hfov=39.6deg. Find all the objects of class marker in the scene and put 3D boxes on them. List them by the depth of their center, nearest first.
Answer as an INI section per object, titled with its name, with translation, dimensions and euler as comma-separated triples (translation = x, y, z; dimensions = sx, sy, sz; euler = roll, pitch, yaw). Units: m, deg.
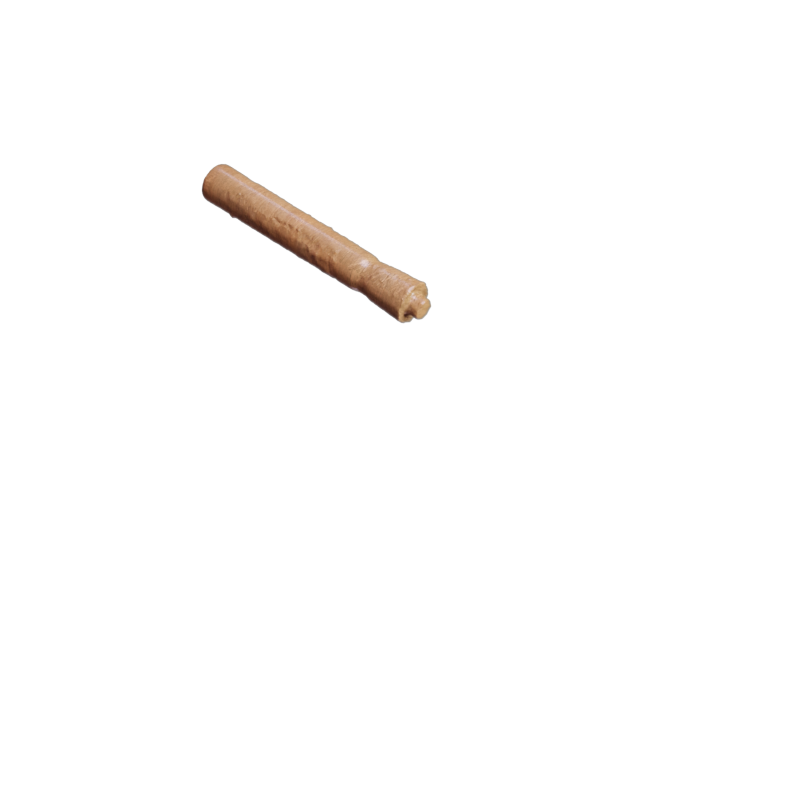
[marker]
translation = -0.037, -0.067, 0.471
dimensions = 0.129, 0.019, 0.019
euler = 34, 21, 29
